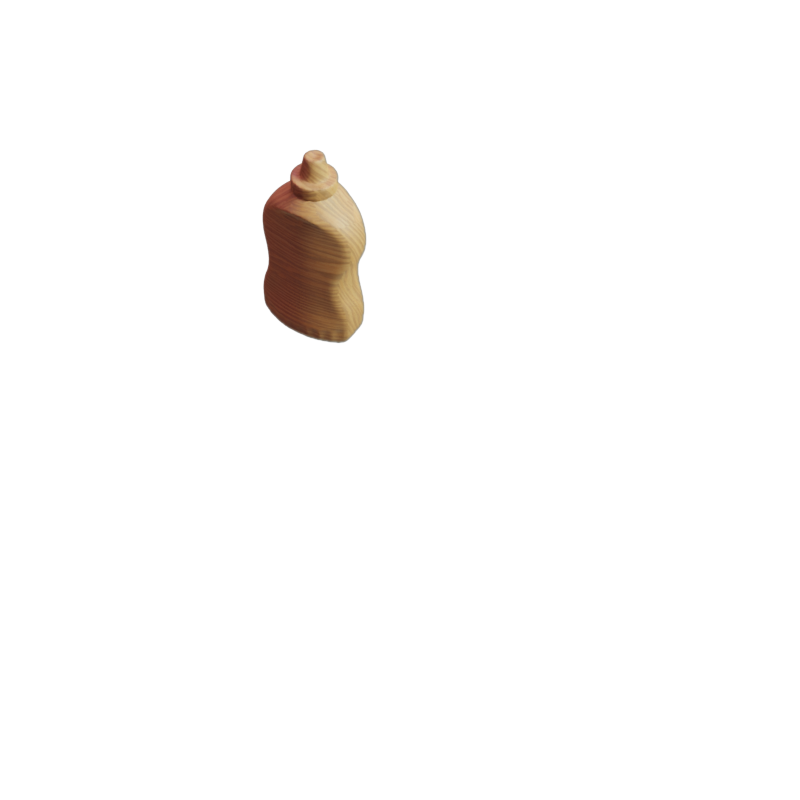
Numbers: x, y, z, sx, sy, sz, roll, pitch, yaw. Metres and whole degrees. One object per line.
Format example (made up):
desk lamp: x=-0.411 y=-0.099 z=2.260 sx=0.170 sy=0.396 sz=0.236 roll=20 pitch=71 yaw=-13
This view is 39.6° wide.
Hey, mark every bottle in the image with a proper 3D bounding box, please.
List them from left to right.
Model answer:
bottle: x=-0.077 y=-0.141 z=0.983 sx=0.101 sy=0.179 sz=0.060 roll=28 pitch=51 yaw=22
